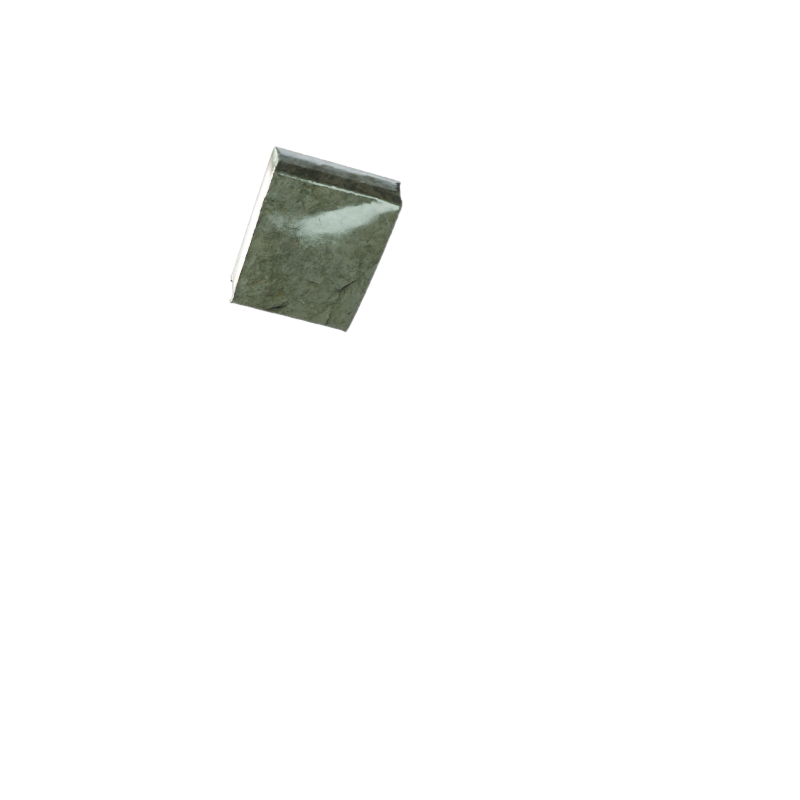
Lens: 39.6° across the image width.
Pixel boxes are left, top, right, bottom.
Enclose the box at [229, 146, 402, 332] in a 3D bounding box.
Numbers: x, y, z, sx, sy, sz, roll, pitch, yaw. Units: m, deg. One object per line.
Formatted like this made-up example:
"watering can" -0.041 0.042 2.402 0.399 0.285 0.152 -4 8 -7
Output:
"box" -0.059 -0.107 0.751 0.088 0.109 0.041 16 31 -11
